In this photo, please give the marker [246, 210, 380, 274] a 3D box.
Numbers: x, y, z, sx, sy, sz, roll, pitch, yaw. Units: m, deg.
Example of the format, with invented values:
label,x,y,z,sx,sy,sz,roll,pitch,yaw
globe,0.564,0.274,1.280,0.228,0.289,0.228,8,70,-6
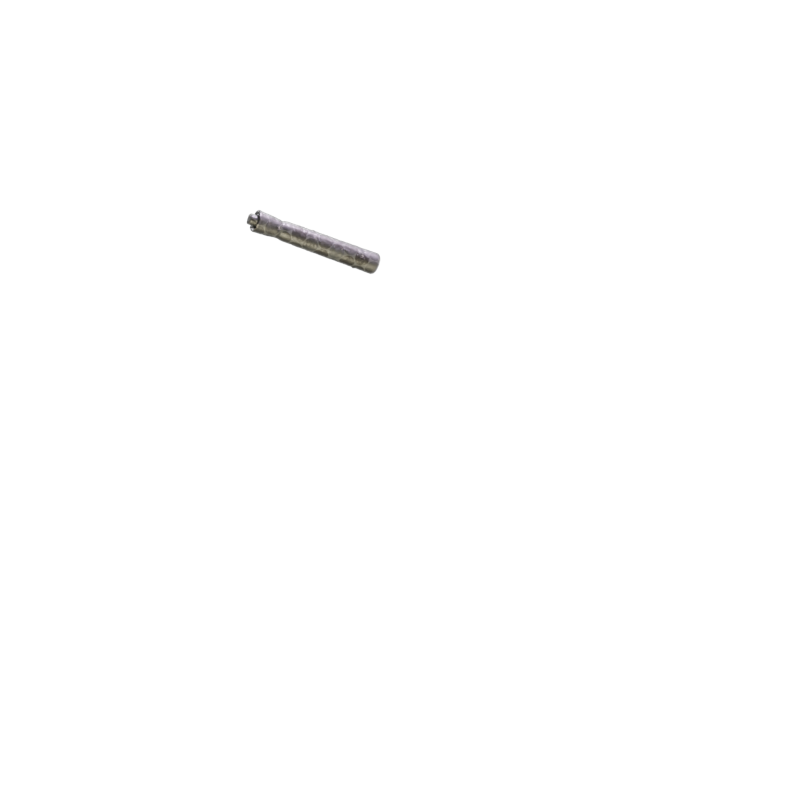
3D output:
label,x,y,z,sx,sy,sz,roll,pitch,yaw
marker,-0.073,-0.133,0.931,0.116,0.020,0.020,17,-4,-22
